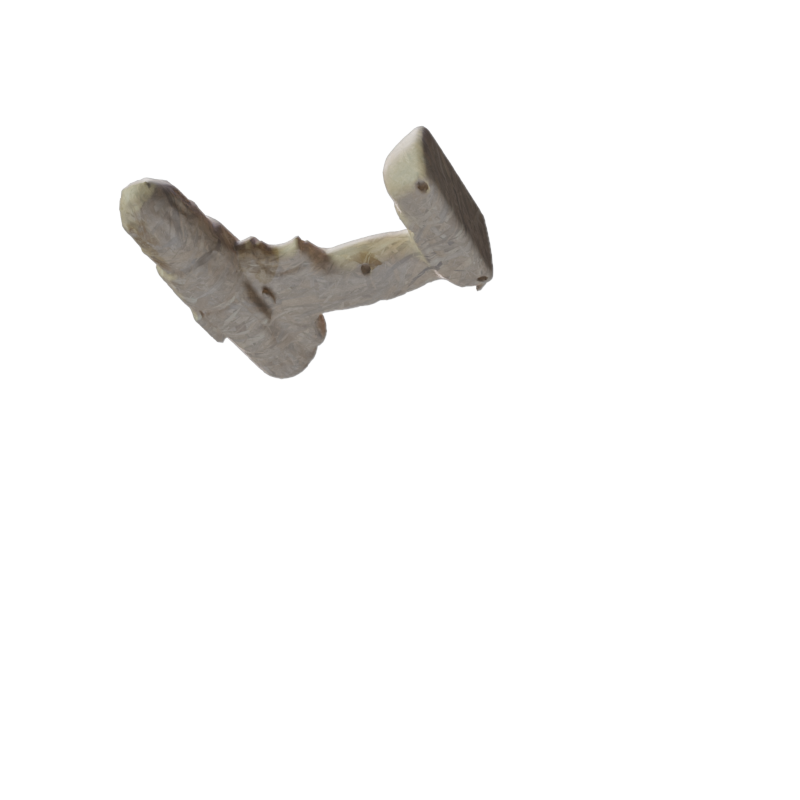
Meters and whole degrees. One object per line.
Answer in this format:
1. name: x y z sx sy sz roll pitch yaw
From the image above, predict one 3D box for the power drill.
1. power drill: -0.053 -0.096 0.673 0.189 0.061 0.170 -18 -40 22
